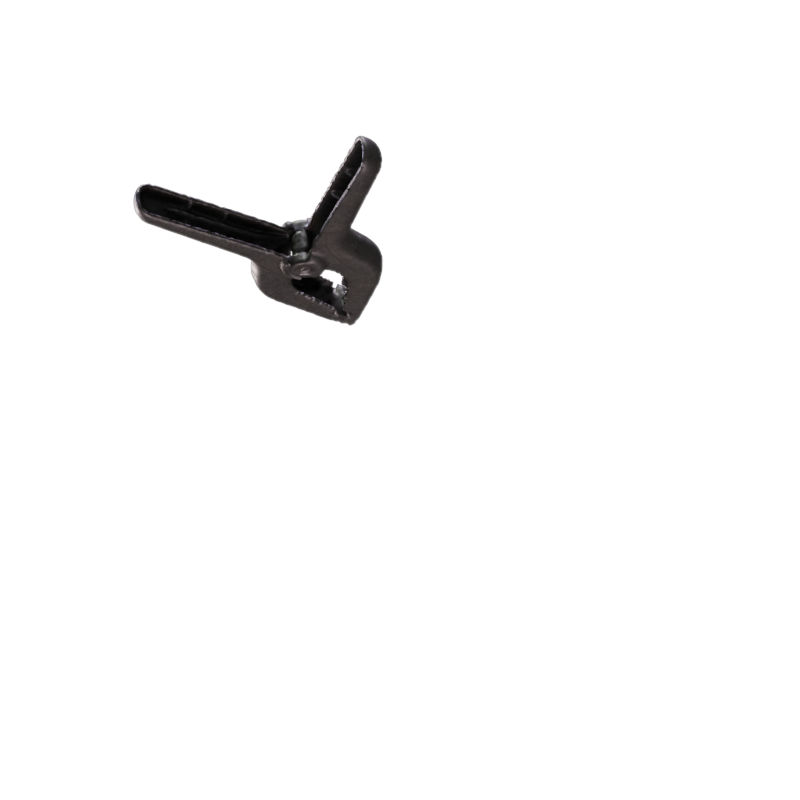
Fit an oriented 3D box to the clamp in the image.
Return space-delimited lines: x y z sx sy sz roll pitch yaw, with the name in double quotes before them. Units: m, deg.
"clamp" -0.060 -0.109 0.760 0.167 0.039 0.195 -11 -26 22
